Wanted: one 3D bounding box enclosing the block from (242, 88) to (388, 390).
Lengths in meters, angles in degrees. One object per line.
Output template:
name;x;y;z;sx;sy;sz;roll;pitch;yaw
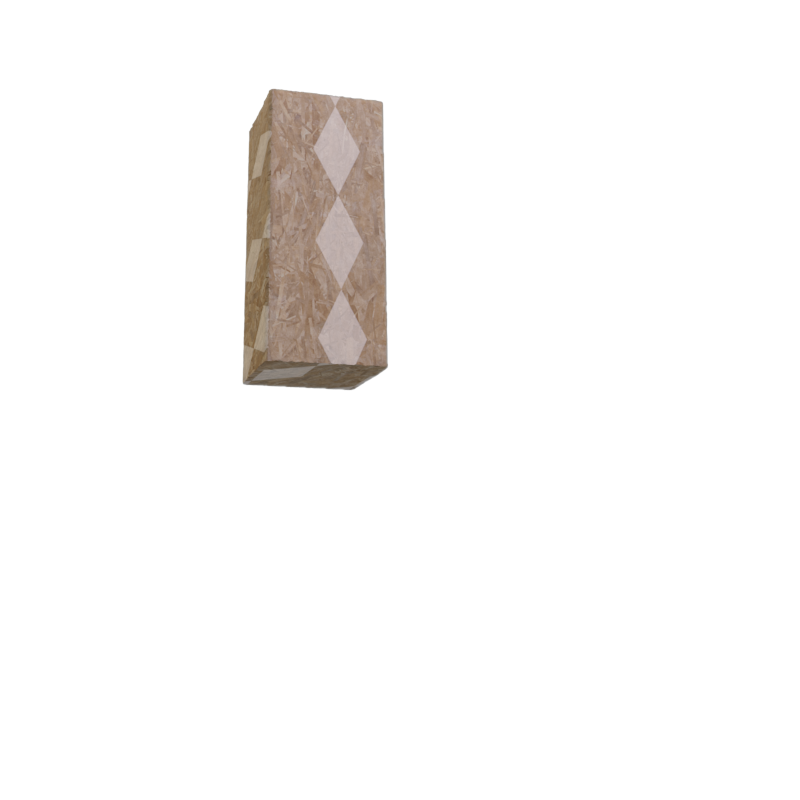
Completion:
block;-0.065;-0.119;0.838;0.089;0.215;0.088;4;-18;-16
